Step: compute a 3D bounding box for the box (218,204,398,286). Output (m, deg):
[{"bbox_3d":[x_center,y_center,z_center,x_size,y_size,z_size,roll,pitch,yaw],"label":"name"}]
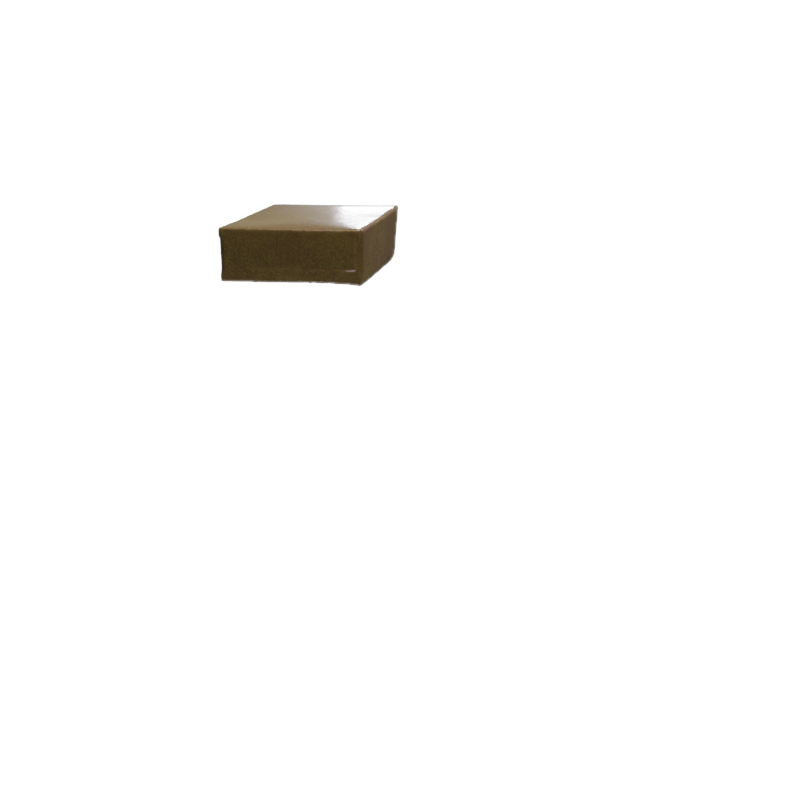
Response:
[{"bbox_3d":[-0.055,-0.101,0.710,0.092,0.038,0.114,3,15,12],"label":"box"}]
